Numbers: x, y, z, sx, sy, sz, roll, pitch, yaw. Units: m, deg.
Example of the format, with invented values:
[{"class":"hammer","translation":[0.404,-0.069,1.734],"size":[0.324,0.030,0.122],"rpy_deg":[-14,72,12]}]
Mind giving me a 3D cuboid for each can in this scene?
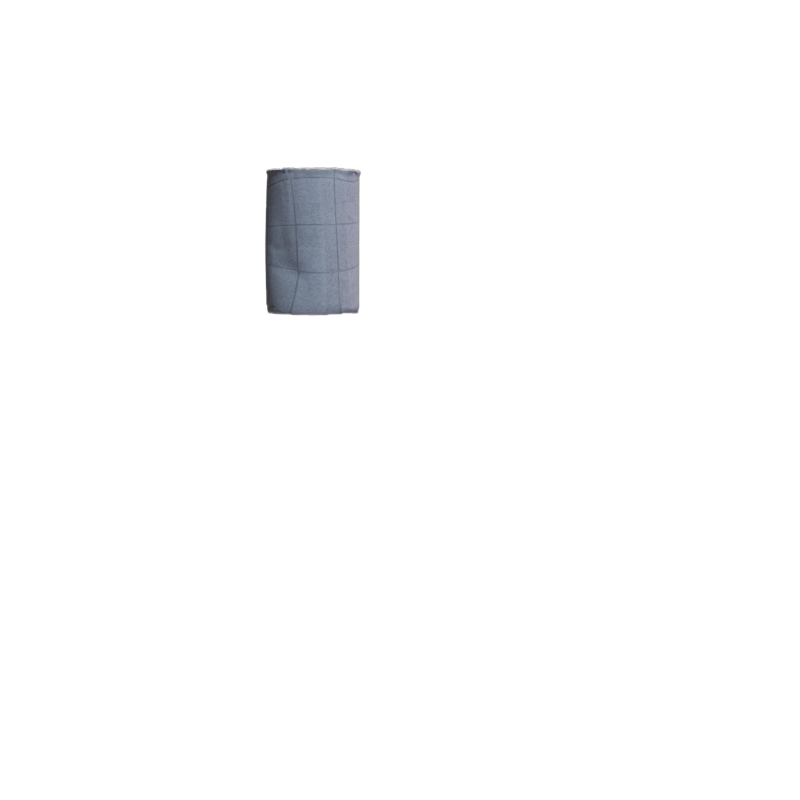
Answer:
[{"class":"can","translation":[-0.062,-0.113,0.791],"size":[0.068,0.102,0.069],"rpy_deg":[0,2,-2]}]
